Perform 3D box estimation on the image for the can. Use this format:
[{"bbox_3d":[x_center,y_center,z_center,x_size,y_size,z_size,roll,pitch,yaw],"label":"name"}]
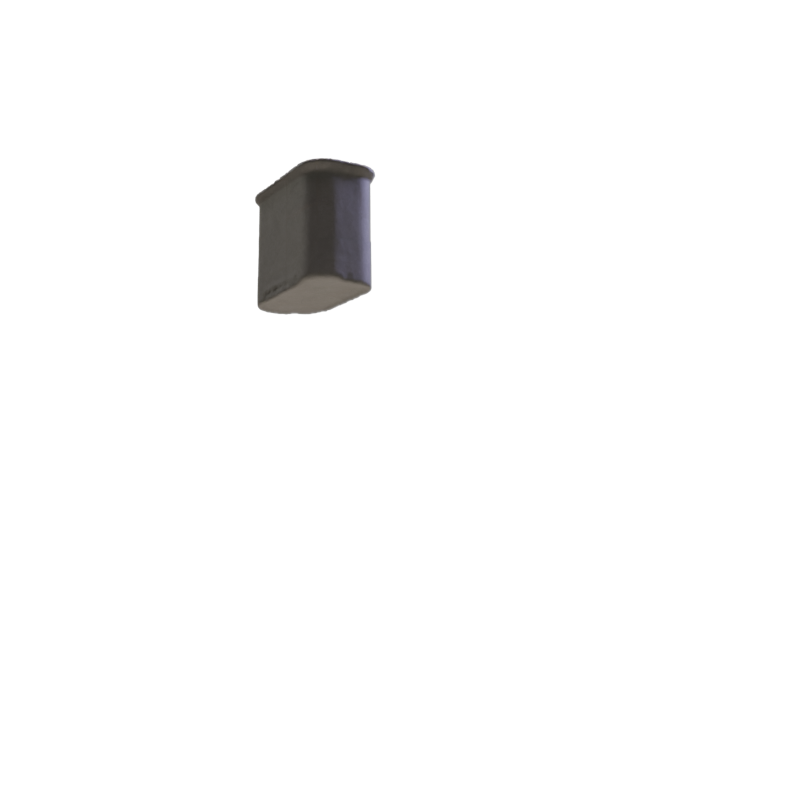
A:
[{"bbox_3d":[-0.060,-0.110,0.771,0.055,0.087,0.102,8,-16,-30],"label":"can"}]
